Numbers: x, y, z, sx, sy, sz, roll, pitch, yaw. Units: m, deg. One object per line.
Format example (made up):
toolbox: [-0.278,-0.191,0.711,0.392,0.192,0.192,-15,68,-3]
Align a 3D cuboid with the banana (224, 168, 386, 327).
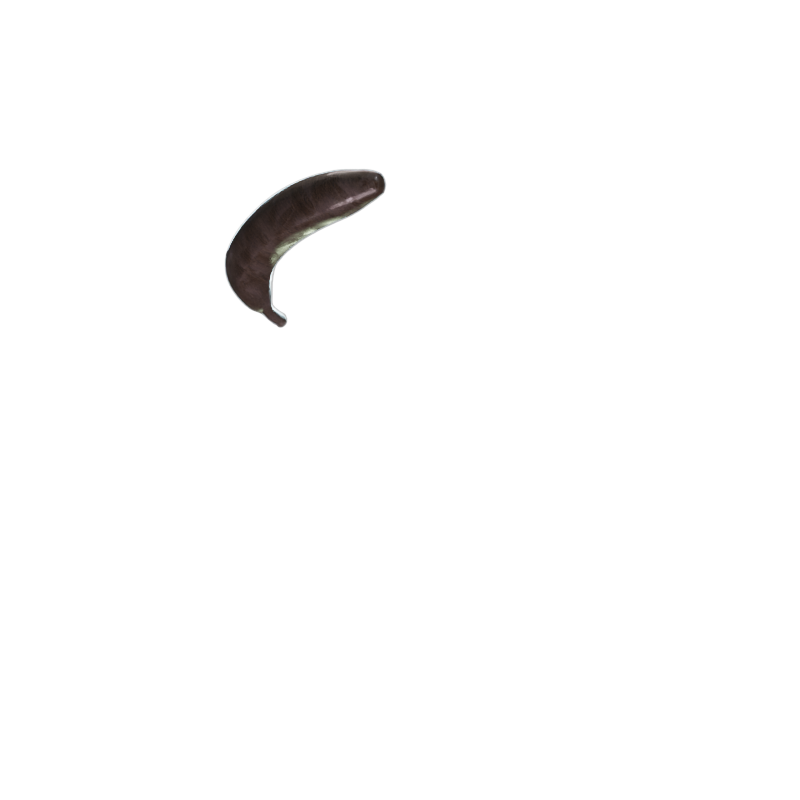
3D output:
banana: [-0.080,-0.113,0.781,0.067,0.039,0.193,12,-28,-23]
